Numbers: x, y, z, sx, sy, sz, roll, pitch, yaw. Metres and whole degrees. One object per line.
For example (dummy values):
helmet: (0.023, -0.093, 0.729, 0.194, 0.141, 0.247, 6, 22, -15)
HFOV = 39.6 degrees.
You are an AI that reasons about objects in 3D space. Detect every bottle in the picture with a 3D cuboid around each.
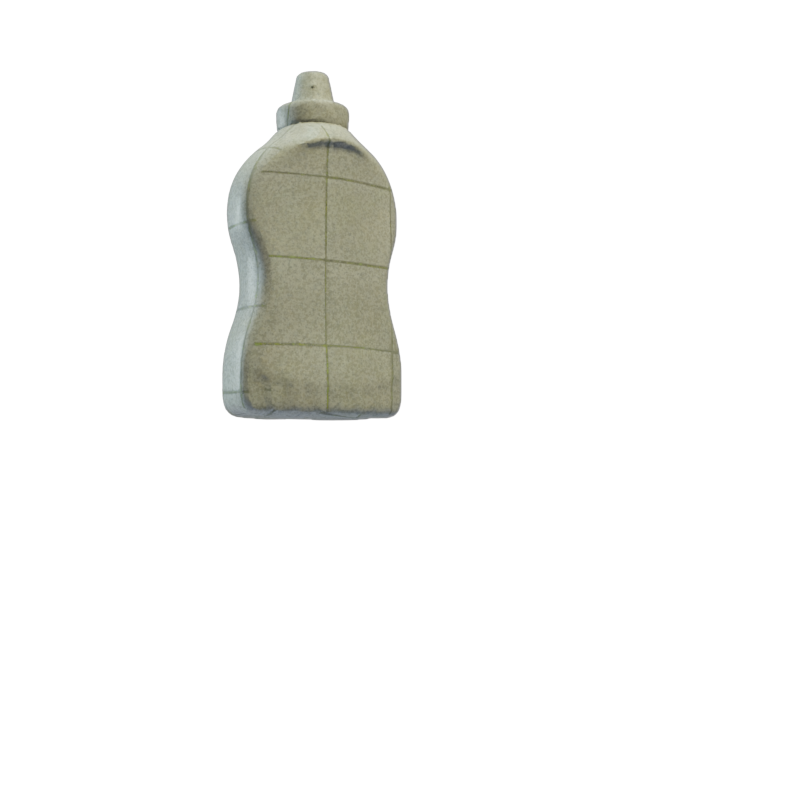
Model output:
bottle: (-0.048, -0.087, 0.607, 0.093, 0.197, 0.059, 4, -11, -26)
